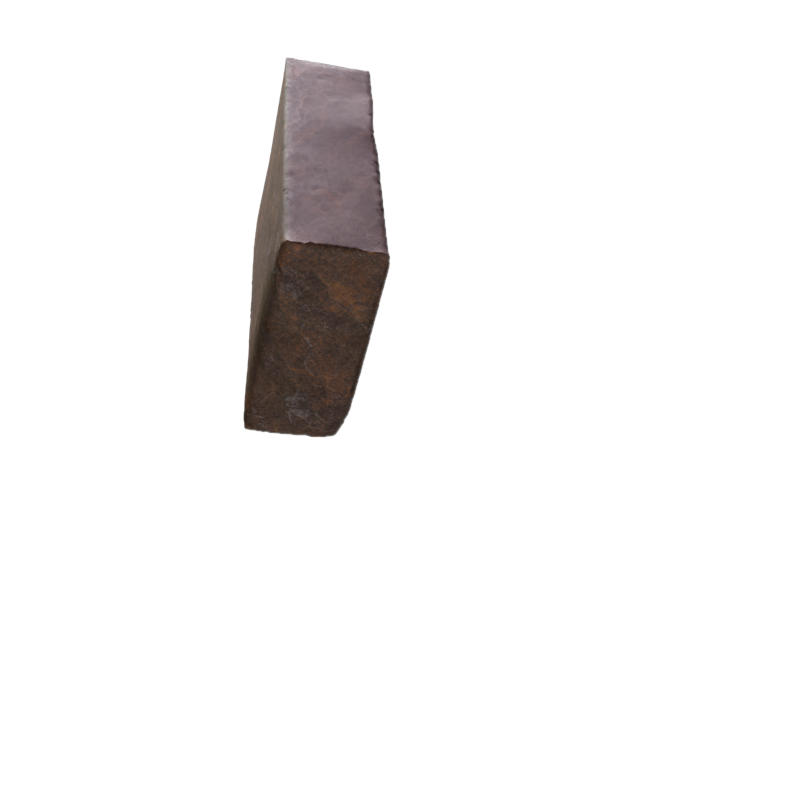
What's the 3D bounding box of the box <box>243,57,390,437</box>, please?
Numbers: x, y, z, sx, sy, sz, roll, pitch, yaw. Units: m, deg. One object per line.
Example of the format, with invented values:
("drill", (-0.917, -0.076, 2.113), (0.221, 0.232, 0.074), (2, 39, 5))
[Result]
("box", (-0.059, -0.108, 0.760), (0.071, 0.155, 0.229), (8, 42, -11))
